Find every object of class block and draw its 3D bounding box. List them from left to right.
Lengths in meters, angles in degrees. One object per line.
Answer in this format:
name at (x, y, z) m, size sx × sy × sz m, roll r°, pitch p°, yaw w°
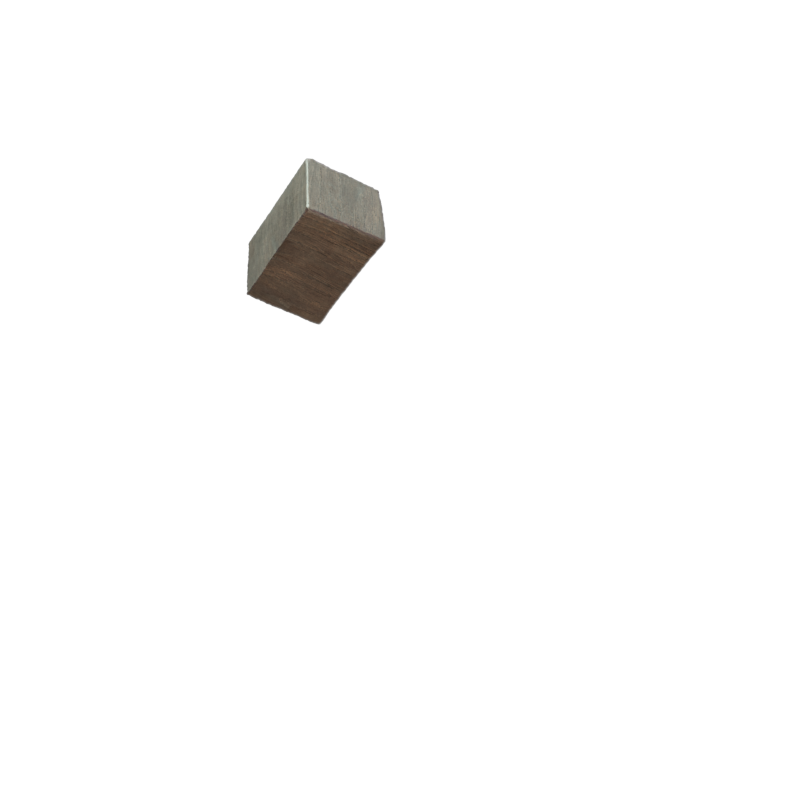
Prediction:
block at (-0.052, -0.094, 0.662) m, size 0.050 × 0.055 × 0.076 m, roll 24°, pitch -52°, yaw -23°
